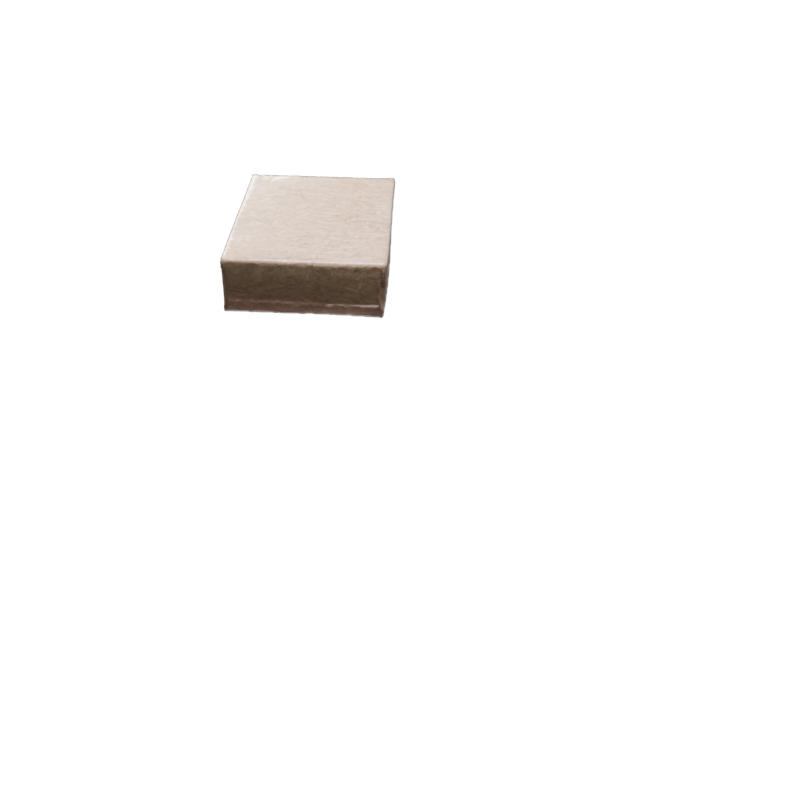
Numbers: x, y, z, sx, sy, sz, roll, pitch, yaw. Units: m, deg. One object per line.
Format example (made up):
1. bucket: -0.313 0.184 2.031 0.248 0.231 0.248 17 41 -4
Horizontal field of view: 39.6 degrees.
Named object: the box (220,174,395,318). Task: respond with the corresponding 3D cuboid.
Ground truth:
1. box: -0.050 -0.092 0.642 0.090 0.037 0.120 2 32 3
